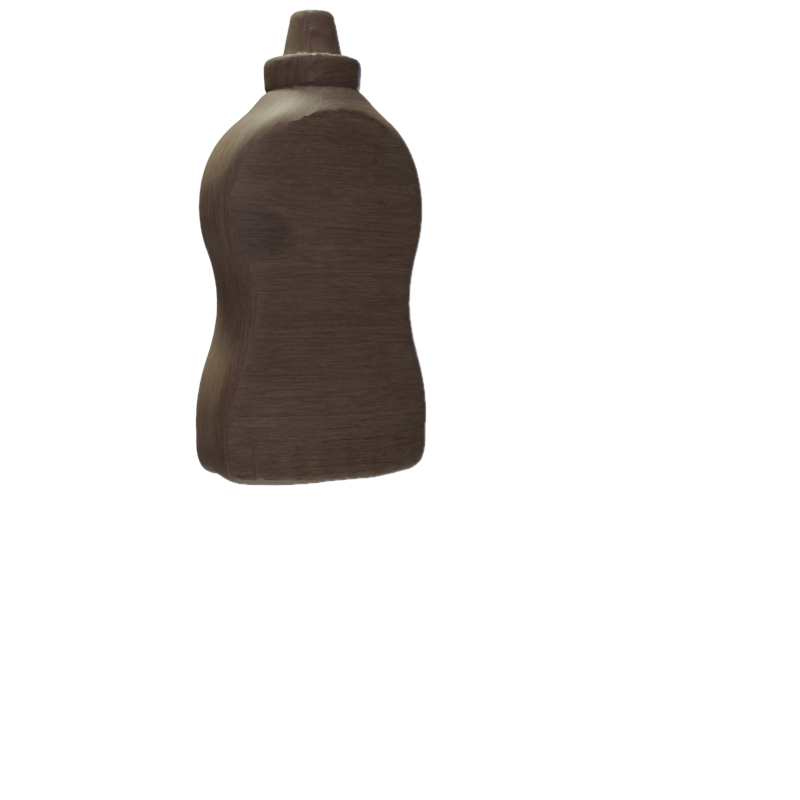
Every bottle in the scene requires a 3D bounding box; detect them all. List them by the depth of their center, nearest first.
[{"bbox_3d":[-0.036,-0.066,0.463,0.093,0.192,0.060,0,0,-27],"label":"bottle"}]
